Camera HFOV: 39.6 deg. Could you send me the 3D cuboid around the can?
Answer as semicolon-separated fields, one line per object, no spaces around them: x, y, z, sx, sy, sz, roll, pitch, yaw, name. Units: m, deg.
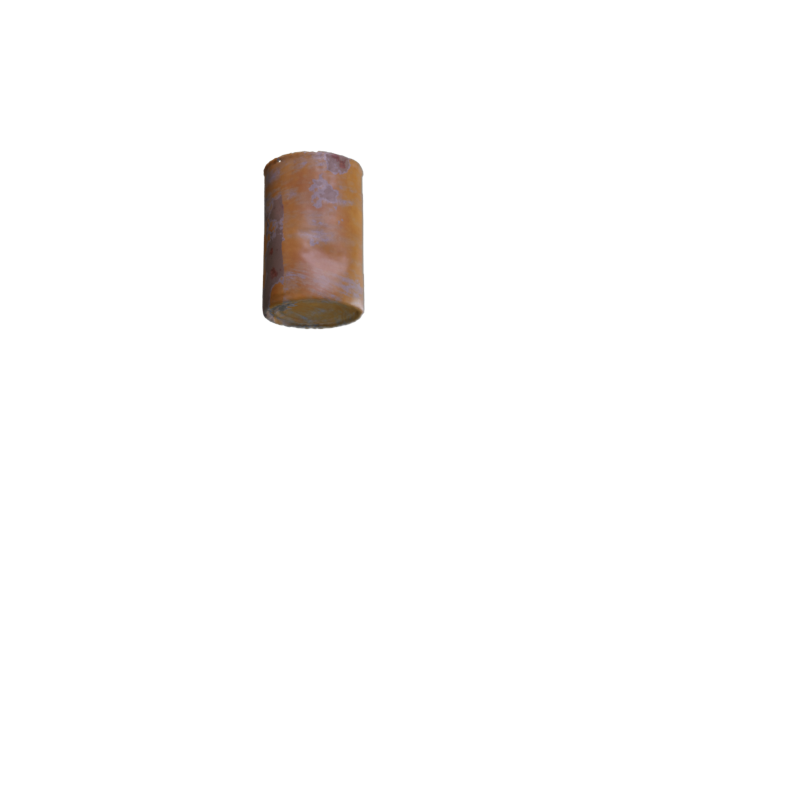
-0.057;-0.105;0.734;0.068;0.107;0.066;0;-18;-2;can
